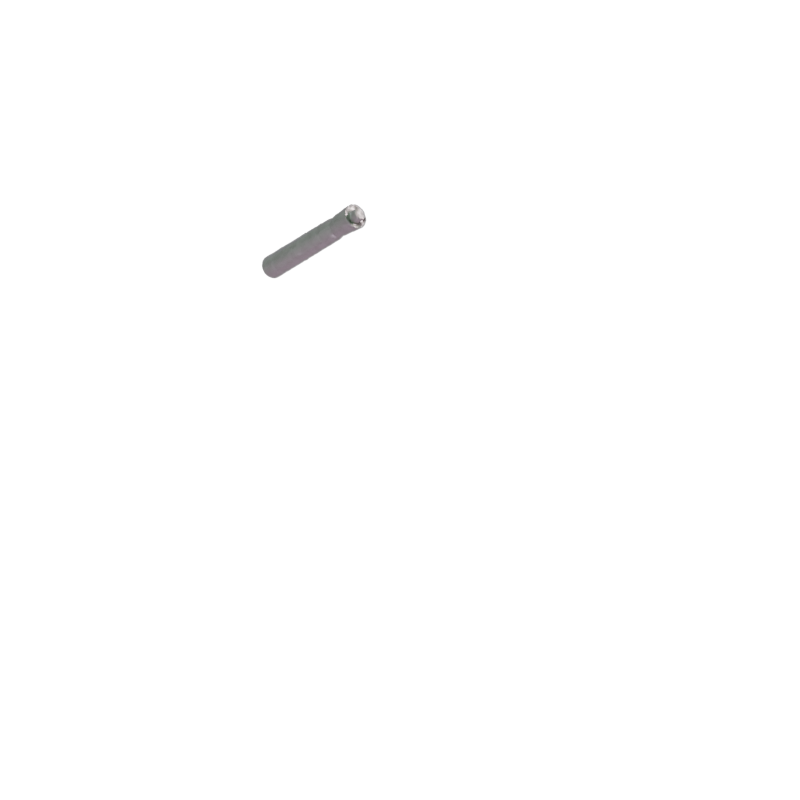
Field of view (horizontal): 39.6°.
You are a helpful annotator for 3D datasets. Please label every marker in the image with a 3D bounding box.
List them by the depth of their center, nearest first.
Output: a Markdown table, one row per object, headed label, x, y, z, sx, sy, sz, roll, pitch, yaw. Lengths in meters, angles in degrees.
| label | x | y | z | sx | sy | sz | roll | pitch | yaw |
| --- | --- | --- | --- | --- | --- | --- | --- | --- | --- |
| marker | -0.065 | -0.120 | 0.837 | 0.019 | 0.020 | 0.121 | -3 | -12 | -39 |
